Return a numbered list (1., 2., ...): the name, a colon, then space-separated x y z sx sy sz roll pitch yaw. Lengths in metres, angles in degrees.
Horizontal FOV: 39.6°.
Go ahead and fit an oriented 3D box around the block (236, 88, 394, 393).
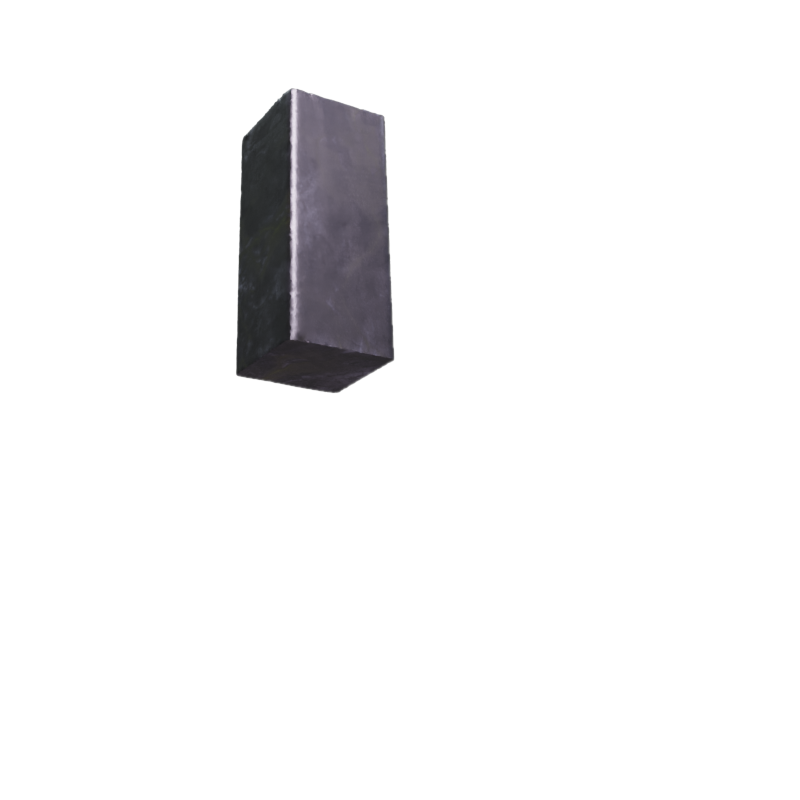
1. block: -0.068 -0.122 0.855 0.086 0.218 0.090 12 -27 -28
